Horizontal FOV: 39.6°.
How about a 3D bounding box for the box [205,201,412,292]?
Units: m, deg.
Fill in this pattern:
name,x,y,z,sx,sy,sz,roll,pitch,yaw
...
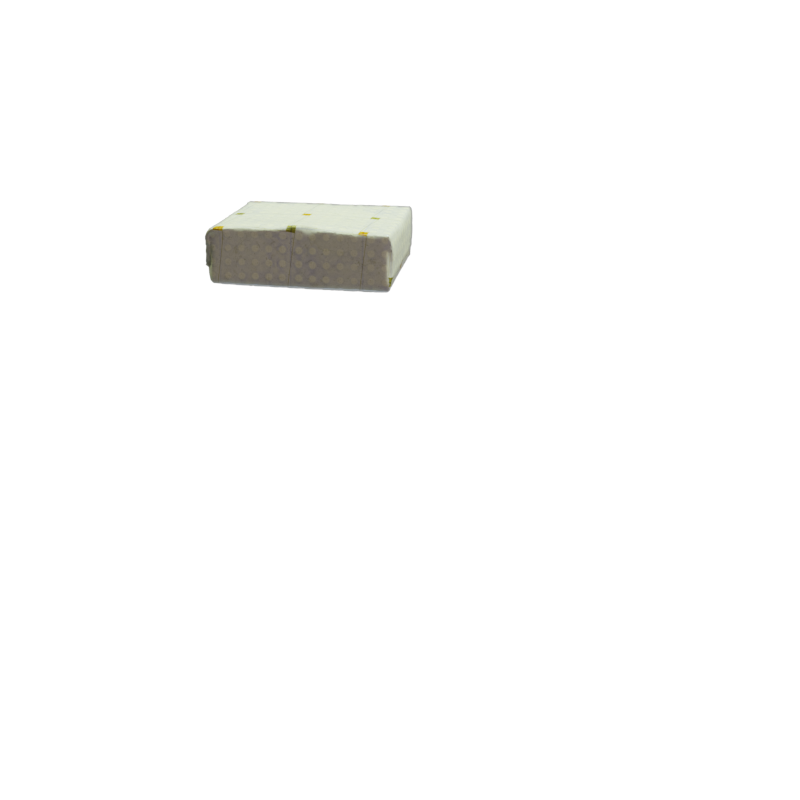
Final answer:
name,x,y,z,sx,sy,sz,roll,pitch,yaw
box,-0.043,-0.078,0.544,0.091,0.029,0.075,4,19,10
